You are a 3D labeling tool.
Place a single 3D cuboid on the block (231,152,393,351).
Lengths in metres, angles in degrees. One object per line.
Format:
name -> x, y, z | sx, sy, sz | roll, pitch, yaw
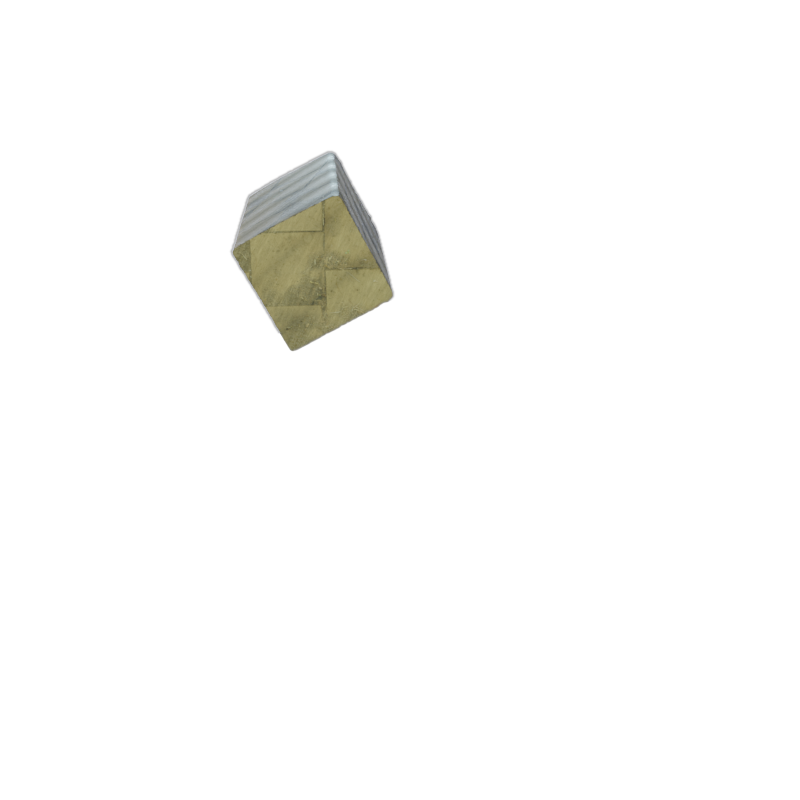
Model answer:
block -> -0.070, -0.129, 0.899 | 0.090, 0.087, 0.215 | -28, 19, 6
